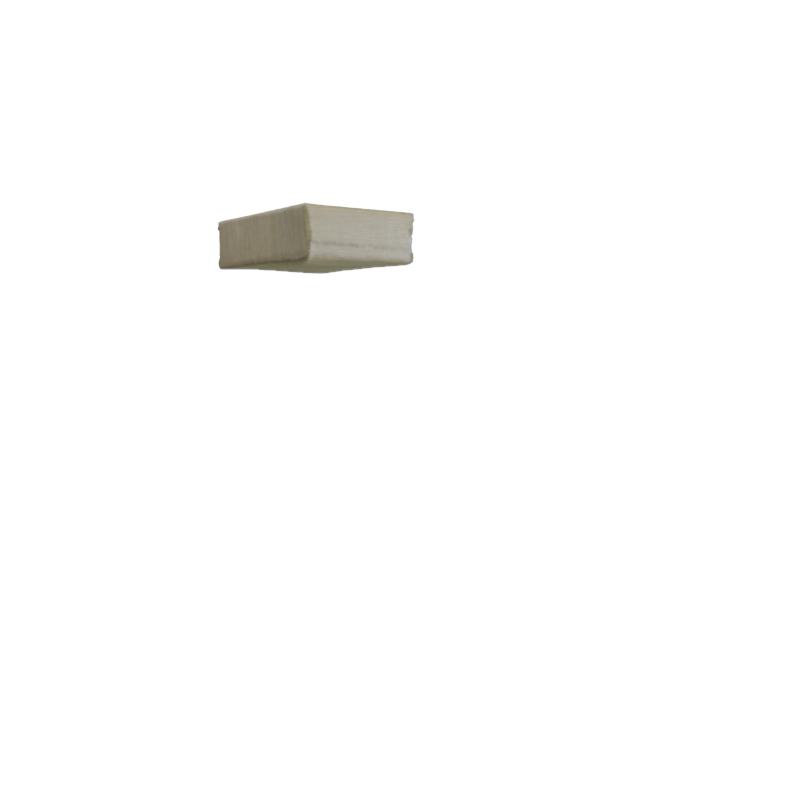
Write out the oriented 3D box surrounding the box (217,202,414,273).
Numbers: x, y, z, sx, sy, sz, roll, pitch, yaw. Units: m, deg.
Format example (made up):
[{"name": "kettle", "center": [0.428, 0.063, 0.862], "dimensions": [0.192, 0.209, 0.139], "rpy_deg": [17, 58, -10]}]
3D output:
[{"name": "box", "center": [-0.059, -0.108, 0.758], "dimensions": [0.086, 0.039, 0.118], "rpy_deg": [-2, 4, -37]}]
